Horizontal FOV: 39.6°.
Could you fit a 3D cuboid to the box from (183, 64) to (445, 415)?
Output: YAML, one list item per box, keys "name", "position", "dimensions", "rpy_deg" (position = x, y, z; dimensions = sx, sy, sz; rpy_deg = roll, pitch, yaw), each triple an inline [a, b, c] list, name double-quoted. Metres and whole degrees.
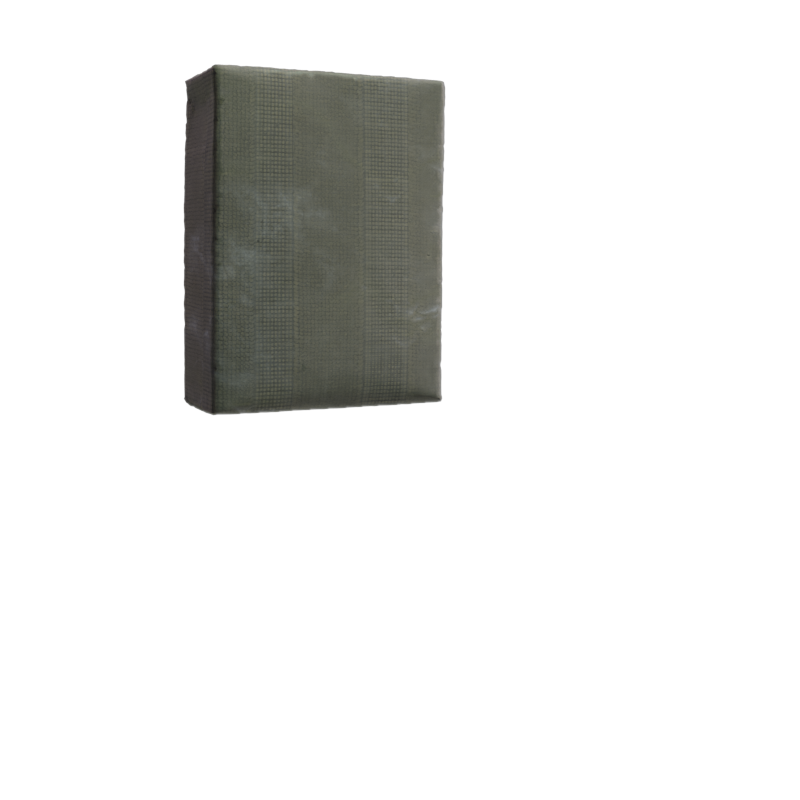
- name: "box"
  position: [-0.057, -0.104, 0.726]
  dimensions: [0.159, 0.214, 0.074]
  rpy_deg: [-1, 1, -26]
